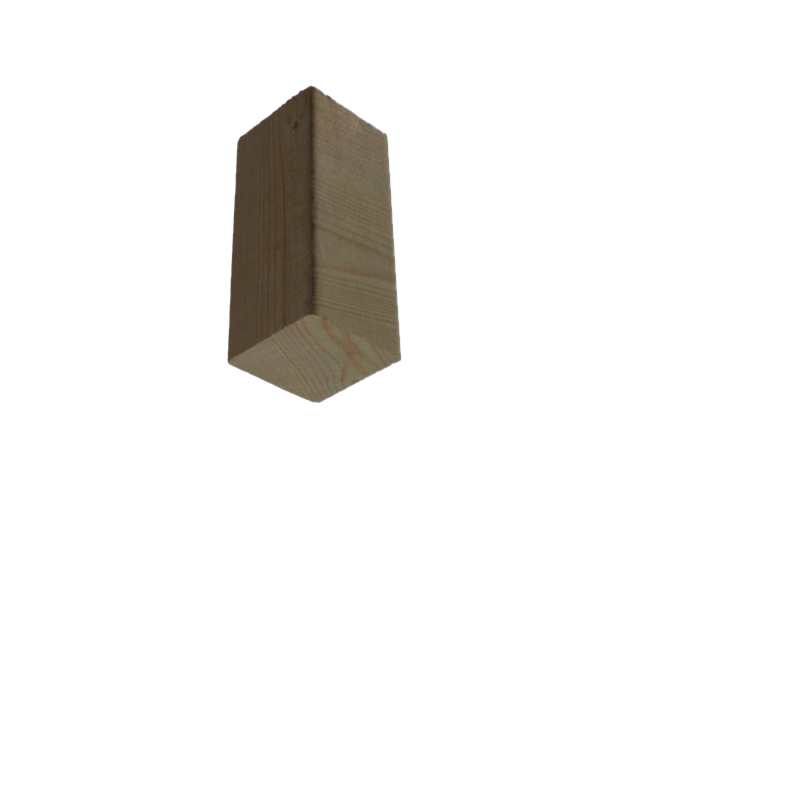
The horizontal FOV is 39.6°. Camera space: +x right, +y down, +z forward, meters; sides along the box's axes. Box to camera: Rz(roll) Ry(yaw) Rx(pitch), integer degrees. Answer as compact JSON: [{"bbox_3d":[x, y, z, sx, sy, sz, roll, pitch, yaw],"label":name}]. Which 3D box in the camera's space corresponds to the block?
[{"bbox_3d":[-0.065,-0.118,0.826,0.084,0.220,0.090,27,-44,-37],"label":"block"}]
